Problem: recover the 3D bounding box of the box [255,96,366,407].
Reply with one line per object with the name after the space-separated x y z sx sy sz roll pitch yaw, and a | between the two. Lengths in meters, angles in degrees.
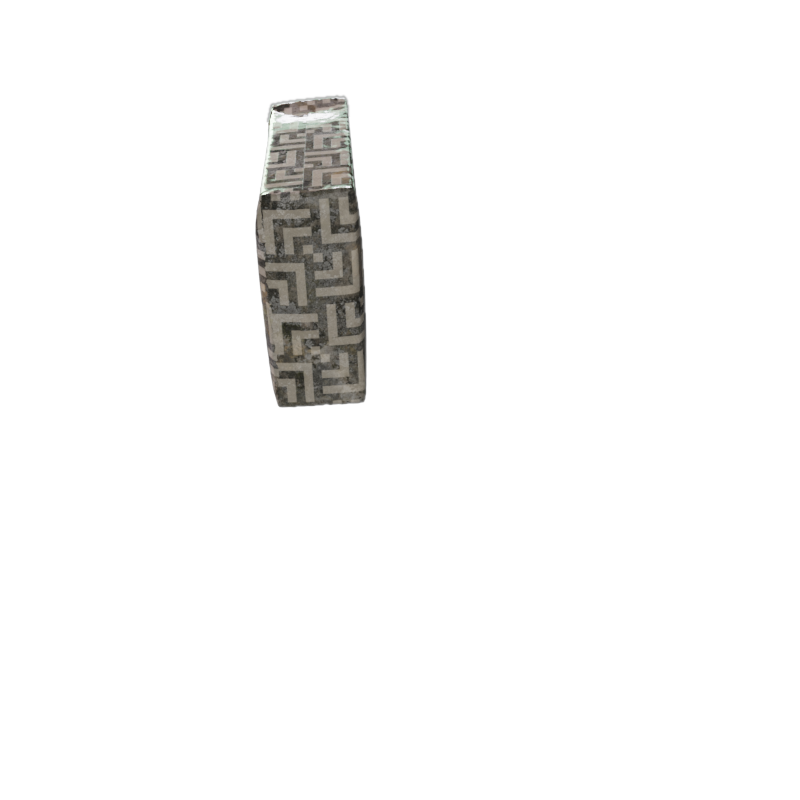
-0.066 -0.120 0.841 0.072 0.155 0.227 -4 29 -2 | box
